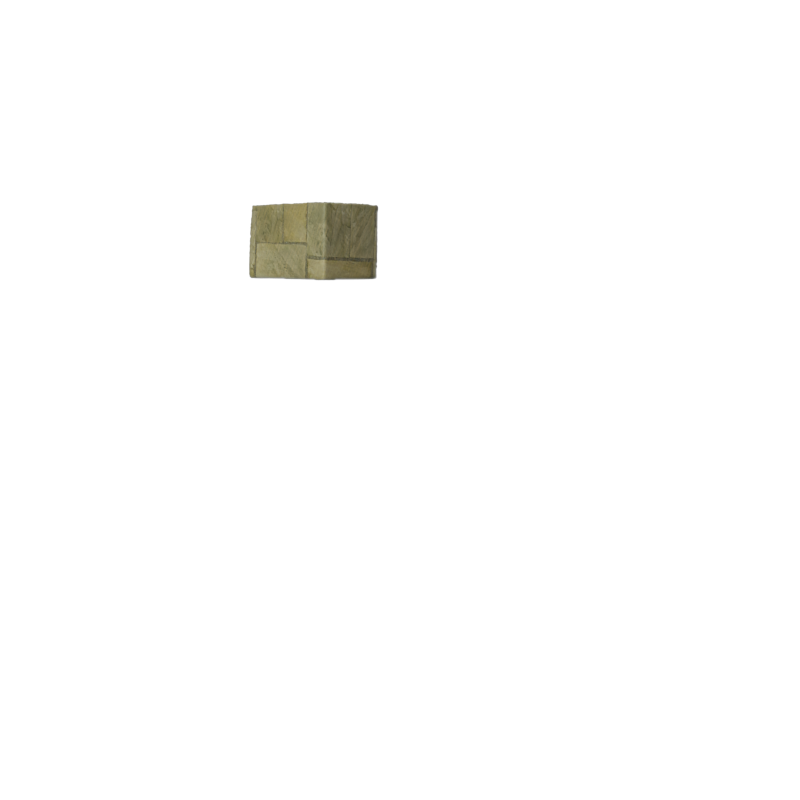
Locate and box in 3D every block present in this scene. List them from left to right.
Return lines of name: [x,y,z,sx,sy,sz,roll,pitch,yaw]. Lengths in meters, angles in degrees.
block: [-0.060,-0.109,0.764,0.081,0.051,0.051,5,6,44]
